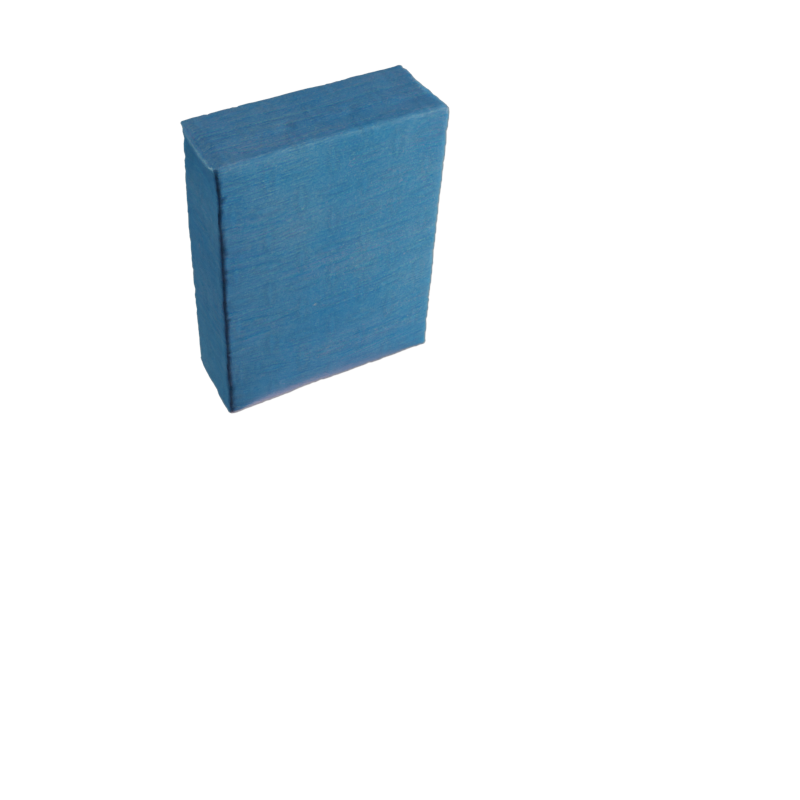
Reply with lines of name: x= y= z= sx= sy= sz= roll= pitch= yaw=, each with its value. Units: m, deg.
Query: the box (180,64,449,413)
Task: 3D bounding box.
box: x=-0.060 y=-0.109 z=0.764 sx=0.162 sy=0.199 sz=0.078 roll=-19 pitch=47 yaw=-22
